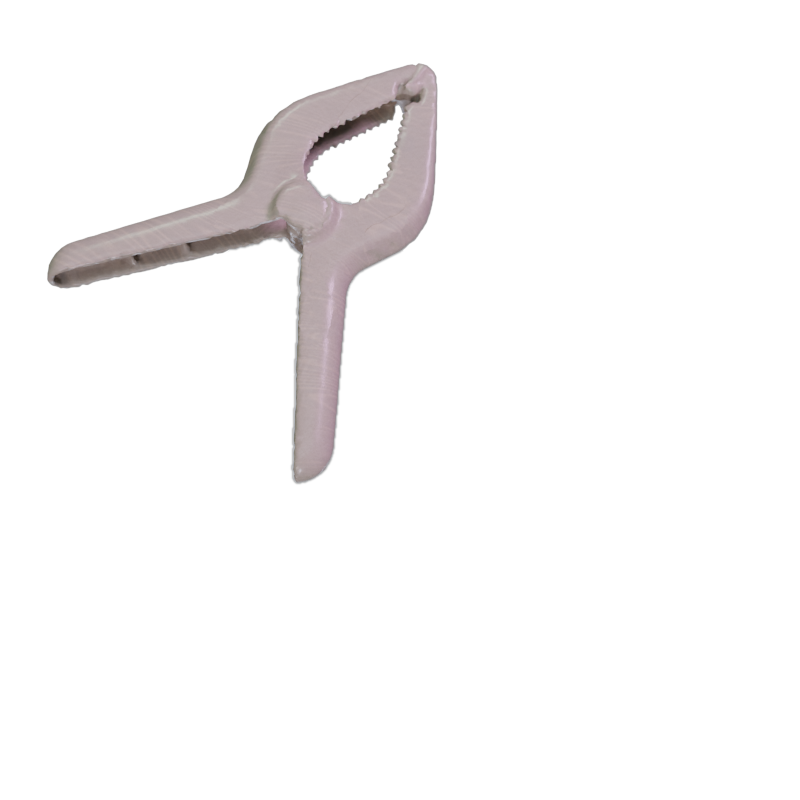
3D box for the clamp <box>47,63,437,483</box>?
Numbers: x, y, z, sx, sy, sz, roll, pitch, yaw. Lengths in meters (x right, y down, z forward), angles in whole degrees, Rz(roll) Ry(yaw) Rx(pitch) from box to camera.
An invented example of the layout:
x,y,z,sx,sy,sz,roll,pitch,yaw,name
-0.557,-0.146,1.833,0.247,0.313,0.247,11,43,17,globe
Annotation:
x,y,z,sx,sy,sz,roll,pitch,yaw,name
-0.042,-0.077,0.539,0.171,0.212,0.035,43,-15,14,clamp
